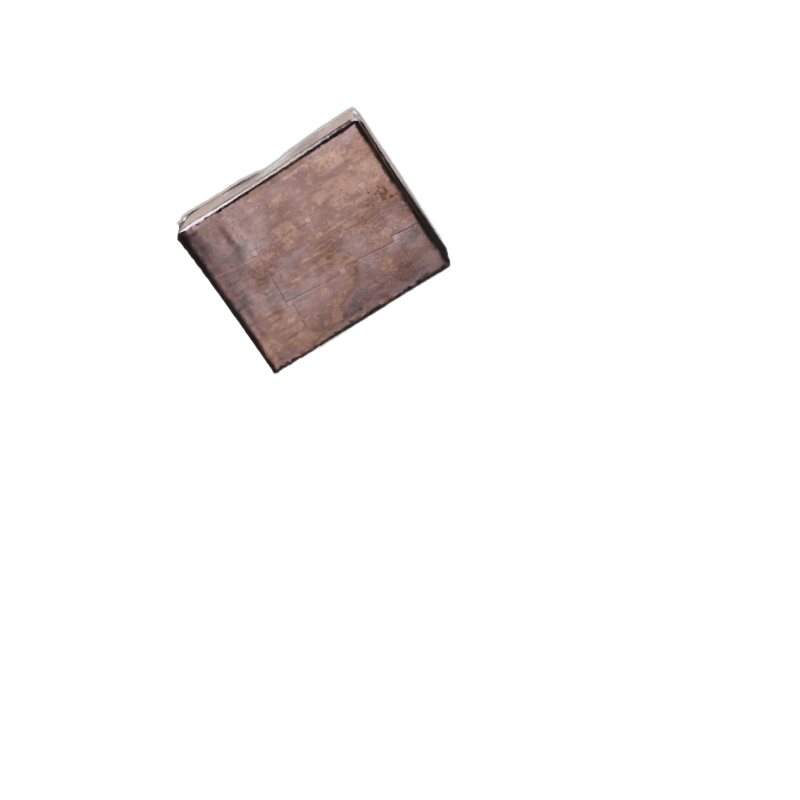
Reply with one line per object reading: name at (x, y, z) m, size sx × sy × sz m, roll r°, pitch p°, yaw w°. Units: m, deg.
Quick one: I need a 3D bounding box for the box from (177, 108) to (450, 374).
box at (-0.036, -0.065, 0.458) m, size 0.089 × 0.070 × 0.031 m, roll -31°, pitch 16°, yaw 9°
